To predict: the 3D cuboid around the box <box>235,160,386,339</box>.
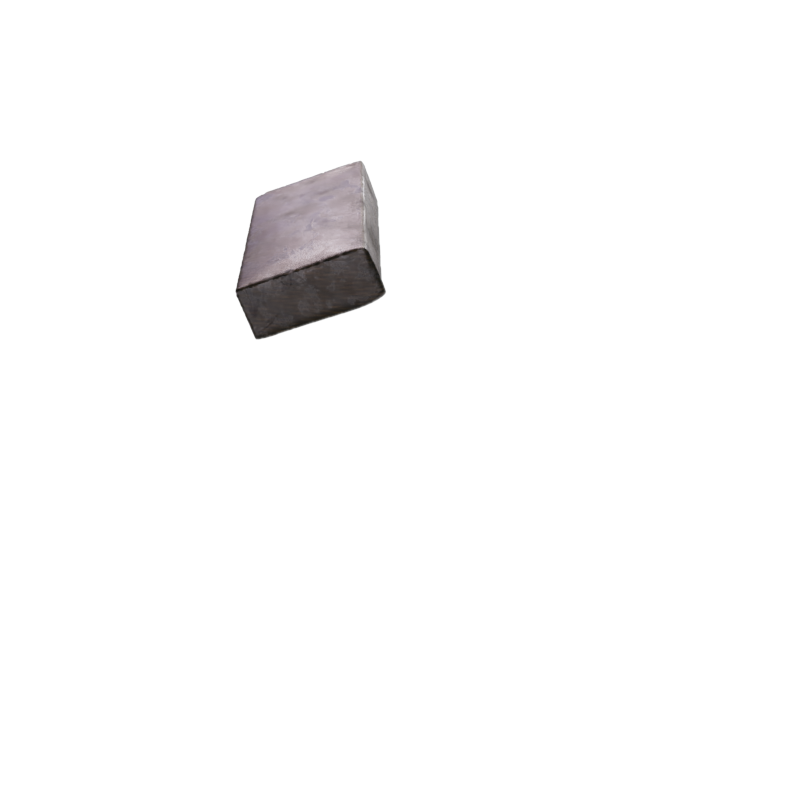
[{"bbox_3d":[-0.063,-0.114,0.795,0.094,0.045,0.187,-18,30,7],"label":"box"}]
